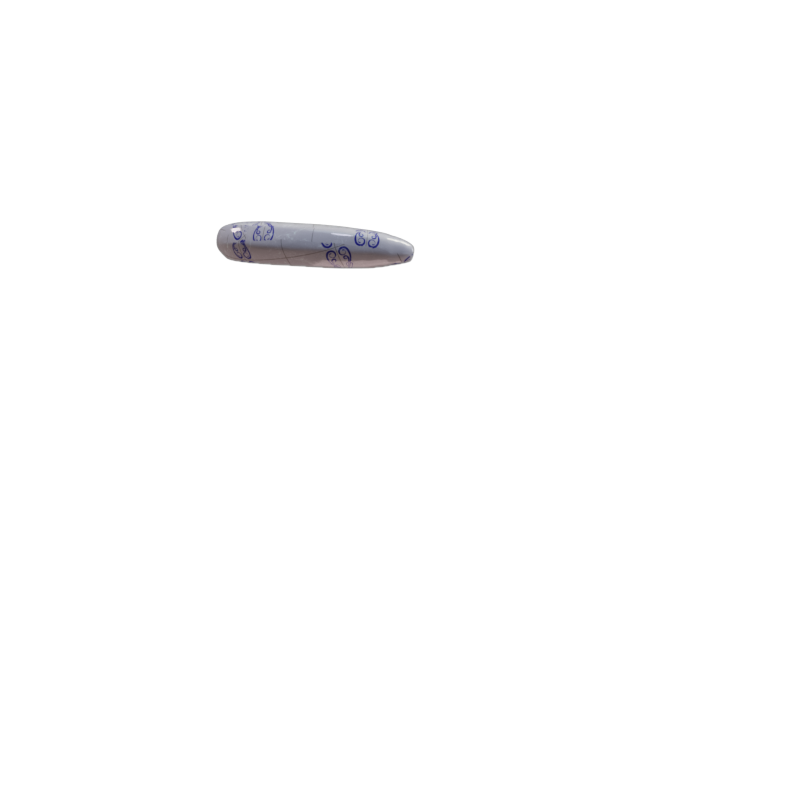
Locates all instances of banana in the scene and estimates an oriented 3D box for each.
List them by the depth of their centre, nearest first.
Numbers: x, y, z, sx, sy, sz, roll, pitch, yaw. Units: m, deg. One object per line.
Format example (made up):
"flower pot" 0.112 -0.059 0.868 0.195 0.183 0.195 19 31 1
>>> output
"banana" -0.088 -0.134 0.946 0.206 0.036 0.068 8 14 32
